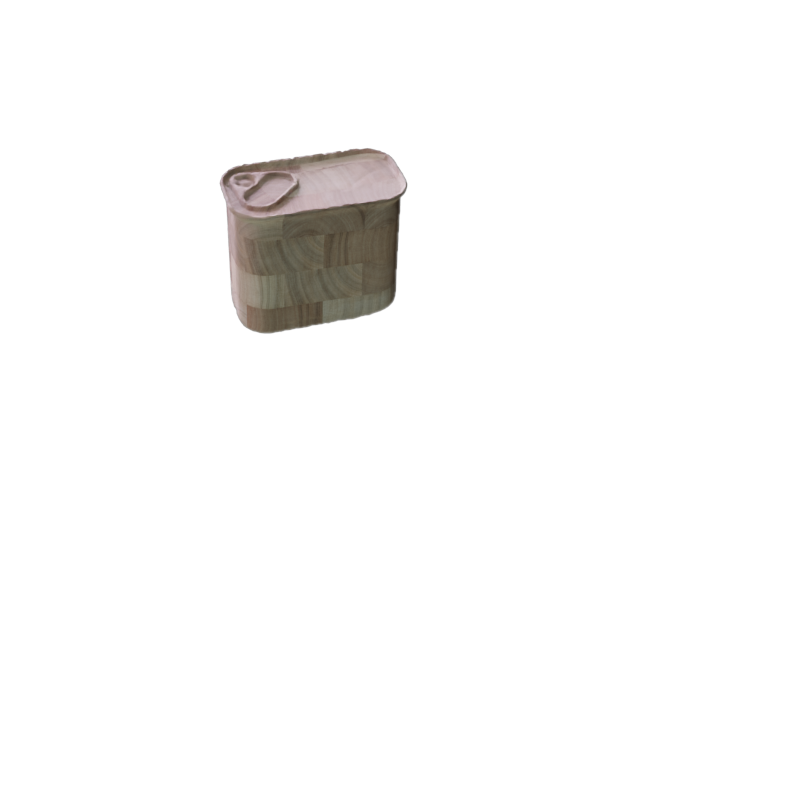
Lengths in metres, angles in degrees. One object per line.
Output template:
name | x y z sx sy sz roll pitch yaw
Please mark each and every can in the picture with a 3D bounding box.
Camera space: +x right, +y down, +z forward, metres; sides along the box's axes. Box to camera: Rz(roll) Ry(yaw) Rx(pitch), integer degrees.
can | -0.050 -0.091 0.641 0.101 0.078 0.062 -10 40 -13
